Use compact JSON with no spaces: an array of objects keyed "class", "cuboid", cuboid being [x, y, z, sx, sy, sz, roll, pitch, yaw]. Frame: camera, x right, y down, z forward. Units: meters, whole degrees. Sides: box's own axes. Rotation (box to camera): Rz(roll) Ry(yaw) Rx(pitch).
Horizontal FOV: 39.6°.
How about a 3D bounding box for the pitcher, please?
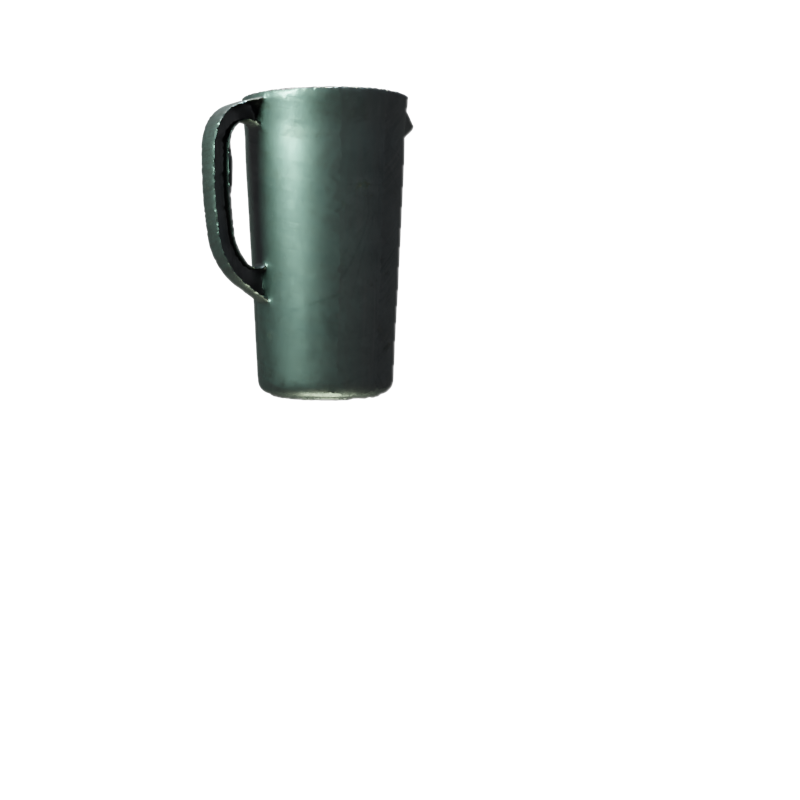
[{"class":"pitcher","cuboid":[-0.069,-0.126,0.880,0.151,0.244,0.143,0,0,9]}]
